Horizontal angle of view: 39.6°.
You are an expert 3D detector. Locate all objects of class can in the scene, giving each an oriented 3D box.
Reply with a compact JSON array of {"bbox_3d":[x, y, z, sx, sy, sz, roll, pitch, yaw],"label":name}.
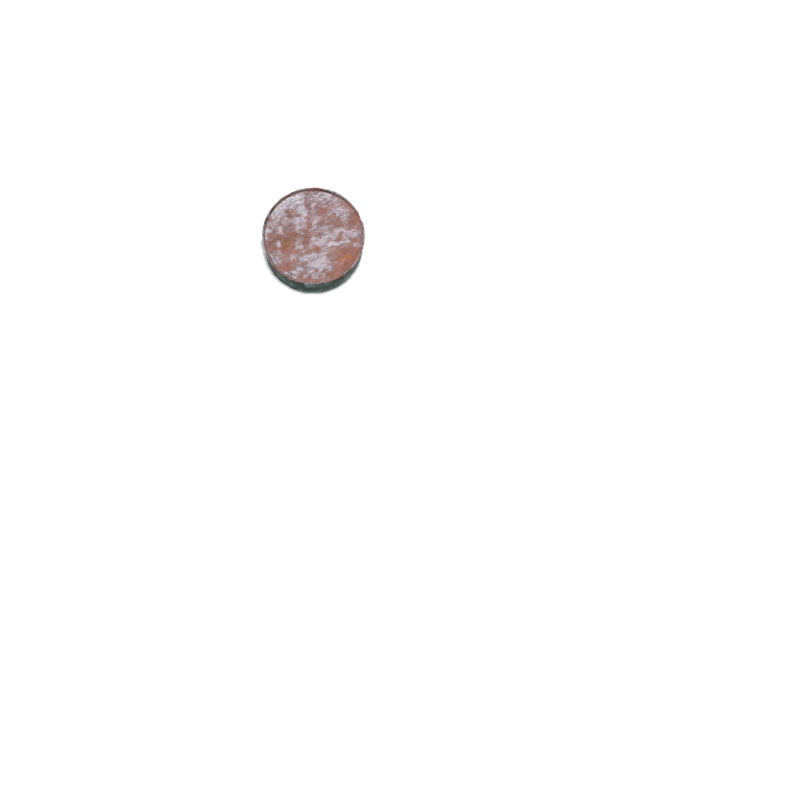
[{"bbox_3d":[-0.073,-0.134,0.936,0.086,0.090,0.032,-1,-18,-1],"label":"can"}]
